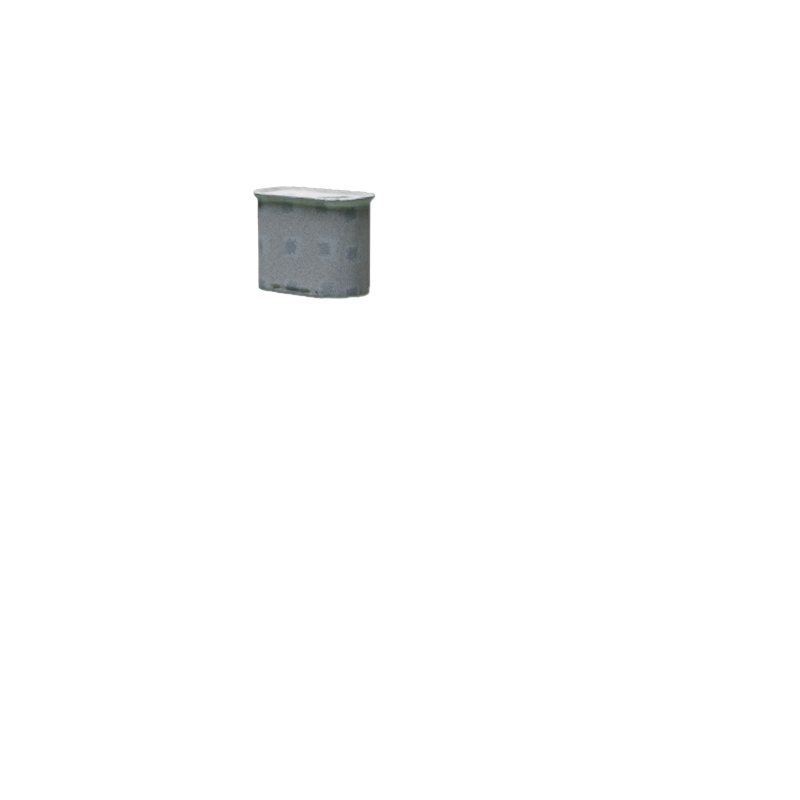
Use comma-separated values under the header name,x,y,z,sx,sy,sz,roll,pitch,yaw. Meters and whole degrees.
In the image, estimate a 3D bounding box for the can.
name,x,y,z,sx,sy,sz,roll,pitch,yaw
can,-0.072,-0.132,0.922,0.107,0.082,0.056,10,14,34
